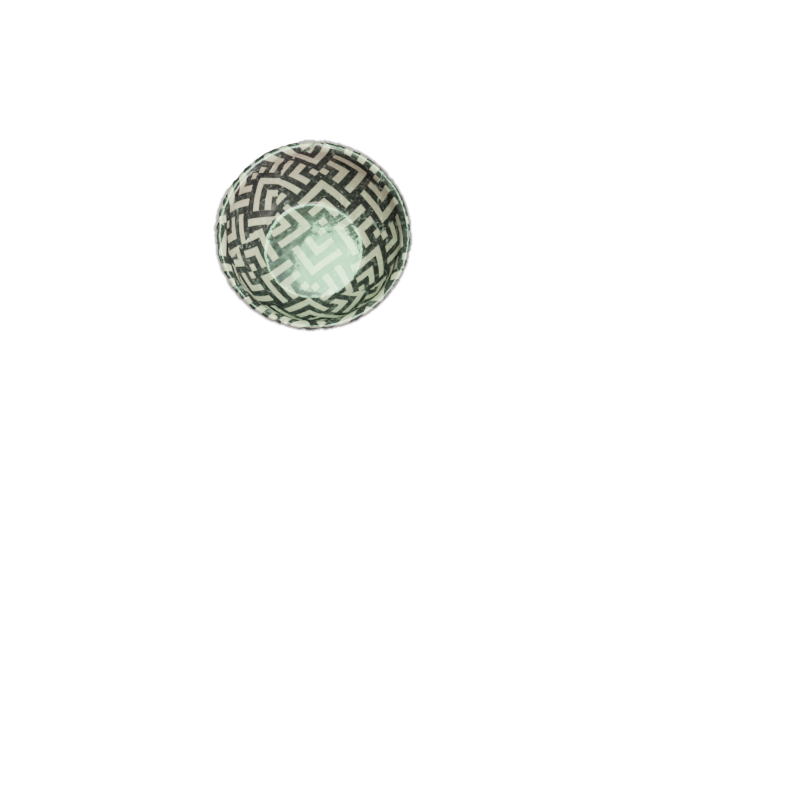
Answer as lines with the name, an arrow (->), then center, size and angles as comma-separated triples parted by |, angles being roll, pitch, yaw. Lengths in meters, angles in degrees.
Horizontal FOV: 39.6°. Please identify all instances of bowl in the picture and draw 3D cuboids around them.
bowl -> -0.073, -0.134, 0.938 | 0.162, 0.168, 0.053 | 0, -15, -1
